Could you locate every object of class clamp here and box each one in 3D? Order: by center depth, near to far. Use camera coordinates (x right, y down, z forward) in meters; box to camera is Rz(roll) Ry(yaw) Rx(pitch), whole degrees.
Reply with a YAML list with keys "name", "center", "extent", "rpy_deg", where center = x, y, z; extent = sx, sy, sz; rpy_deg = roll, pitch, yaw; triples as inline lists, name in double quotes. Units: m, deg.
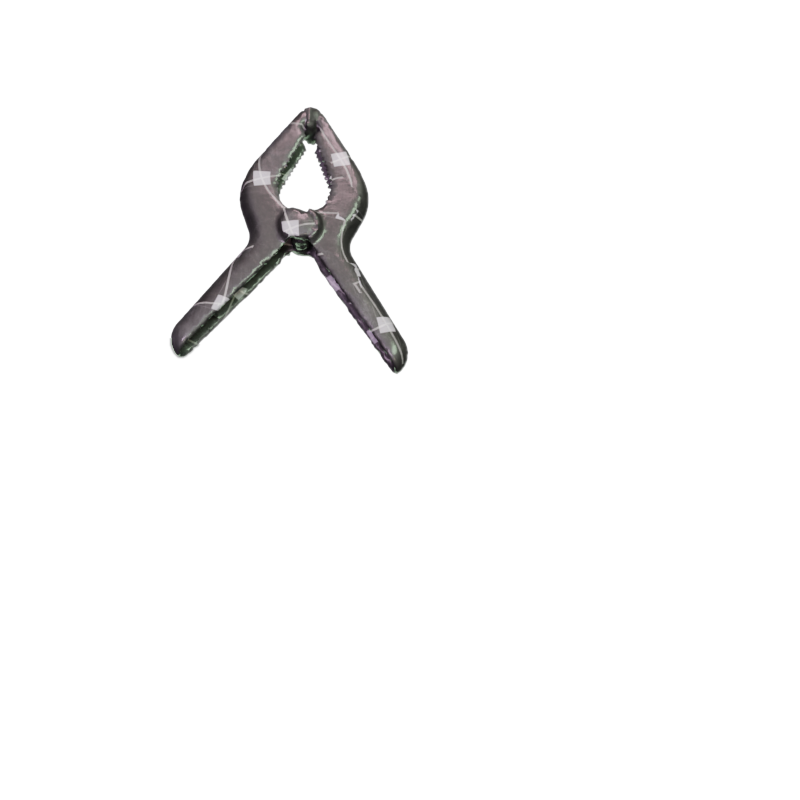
- name: "clamp"
  center: [-0.063, -0.115, 0.807]
  extent: [0.166, 0.220, 0.034]
  rpy_deg: [10, -24, 4]
